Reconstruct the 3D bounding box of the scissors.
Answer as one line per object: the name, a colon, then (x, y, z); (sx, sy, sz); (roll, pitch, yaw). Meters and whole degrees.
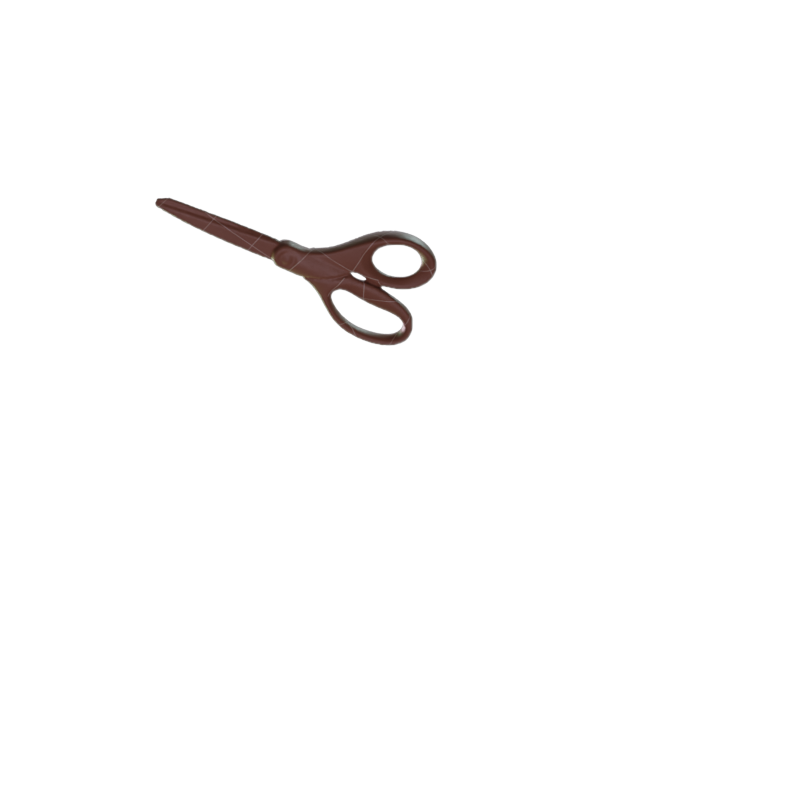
scissors: (-0.060, -0.109, 0.762); (0.193, 0.095, 0.017); (36, 23, -19)
